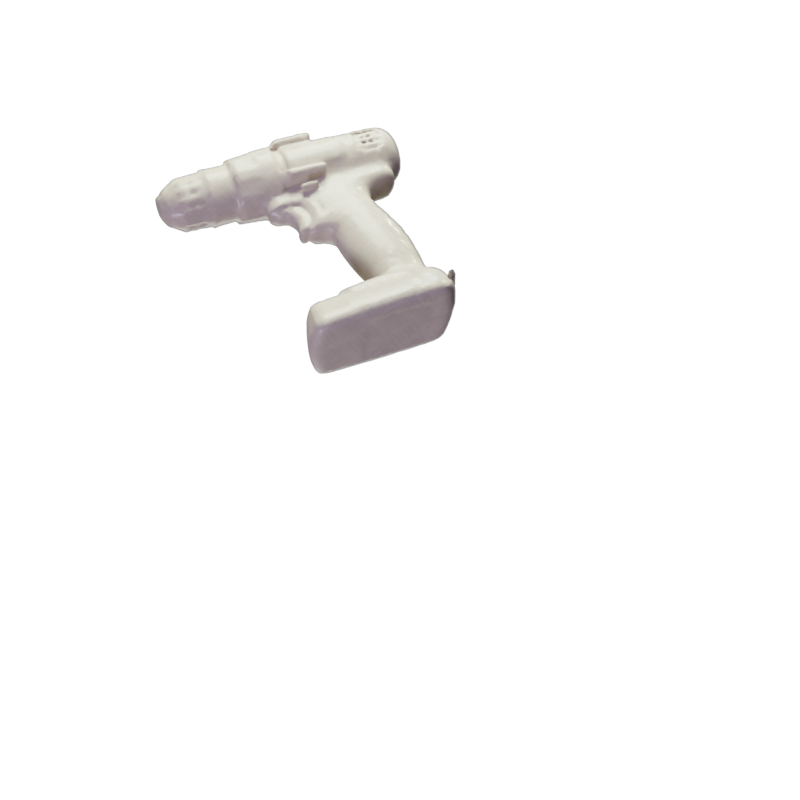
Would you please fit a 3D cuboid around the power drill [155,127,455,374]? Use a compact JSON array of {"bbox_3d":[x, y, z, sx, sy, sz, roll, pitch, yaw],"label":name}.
[{"bbox_3d":[-0.060,-0.110,0.769,0.183,0.203,0.053,-18,-37,-14],"label":"power drill"}]
